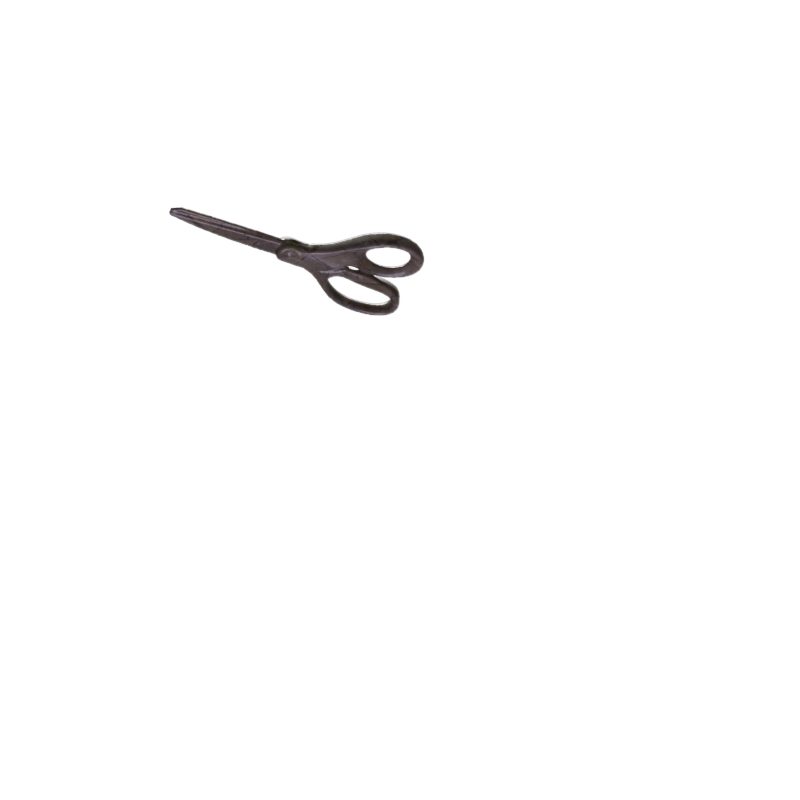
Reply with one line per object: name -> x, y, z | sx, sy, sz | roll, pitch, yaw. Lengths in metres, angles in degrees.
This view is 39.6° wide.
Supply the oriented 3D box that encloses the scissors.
scissors -> -0.066, -0.120, 0.838 | 0.190, 0.017, 0.095 | 29, -46, -33
